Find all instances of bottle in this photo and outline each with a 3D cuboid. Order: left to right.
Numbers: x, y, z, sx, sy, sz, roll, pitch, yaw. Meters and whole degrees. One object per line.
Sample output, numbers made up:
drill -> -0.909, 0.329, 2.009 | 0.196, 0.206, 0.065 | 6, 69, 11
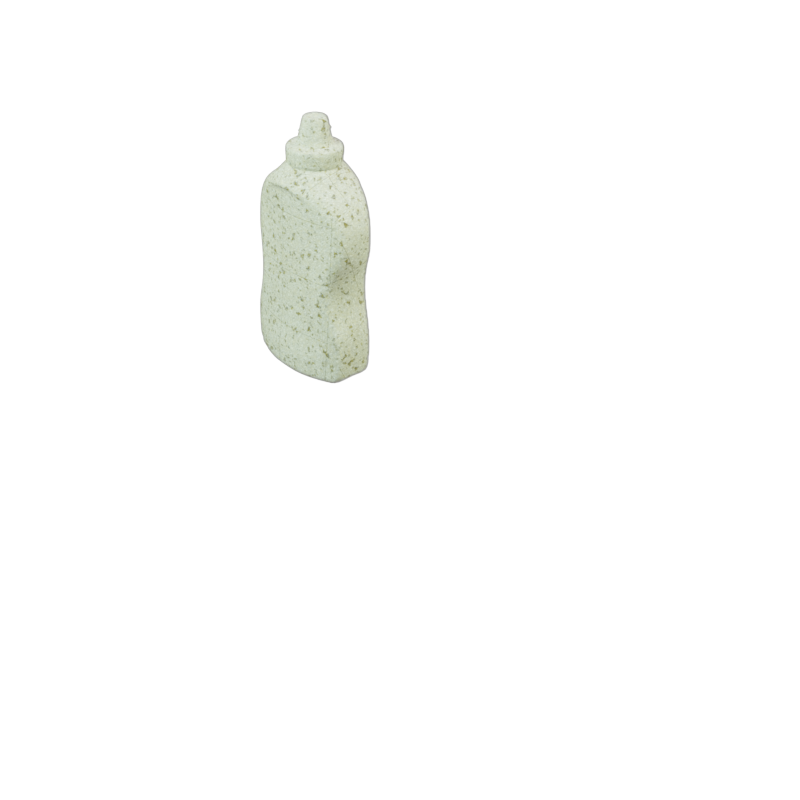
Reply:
bottle -> -0.062, -0.114, 0.799 | 0.058, 0.181, 0.103 | -19, 35, -34
